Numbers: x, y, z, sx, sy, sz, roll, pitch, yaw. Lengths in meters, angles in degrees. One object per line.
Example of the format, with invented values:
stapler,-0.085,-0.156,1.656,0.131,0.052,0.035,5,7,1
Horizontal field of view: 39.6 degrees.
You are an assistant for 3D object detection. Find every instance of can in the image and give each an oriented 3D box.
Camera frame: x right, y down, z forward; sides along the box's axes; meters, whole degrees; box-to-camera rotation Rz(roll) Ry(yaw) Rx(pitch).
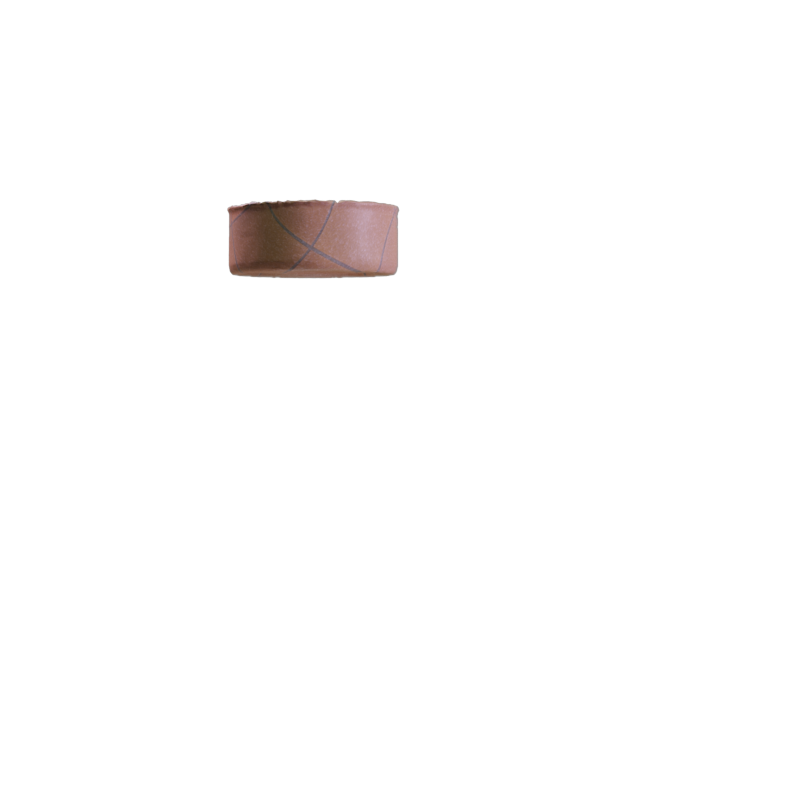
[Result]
can,-0.043,-0.079,0.553,0.086,0.034,0.086,0,3,-2
